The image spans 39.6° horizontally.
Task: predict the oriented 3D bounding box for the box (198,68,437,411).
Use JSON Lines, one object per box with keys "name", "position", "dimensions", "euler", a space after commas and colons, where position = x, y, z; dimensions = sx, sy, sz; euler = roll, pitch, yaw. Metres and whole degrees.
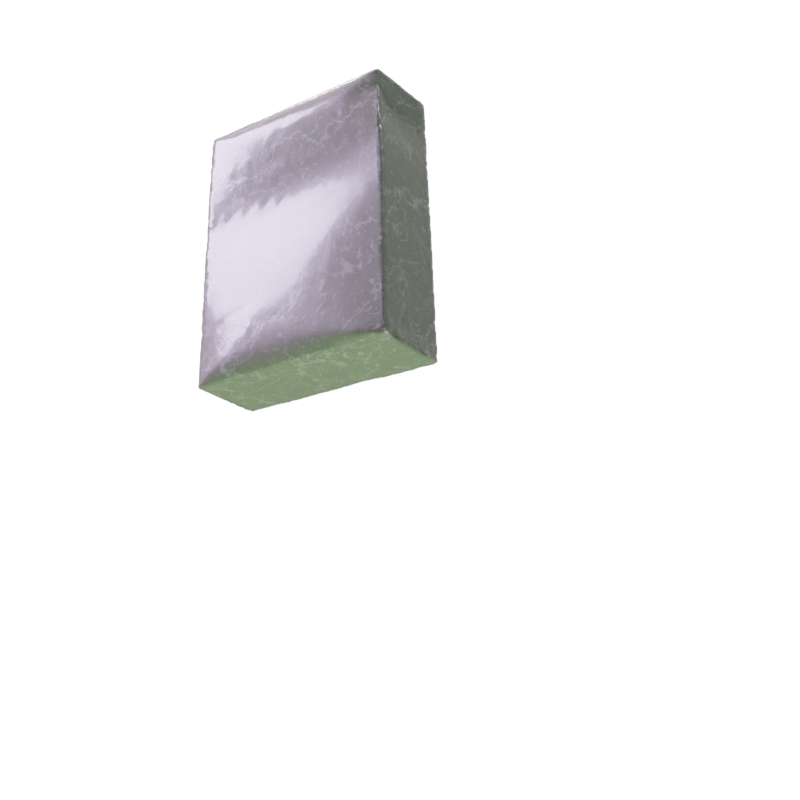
{"name": "box", "position": [-0.064, -0.116, 0.811], "dimensions": [0.166, 0.226, 0.067], "euler": [-17, -29, 30]}
